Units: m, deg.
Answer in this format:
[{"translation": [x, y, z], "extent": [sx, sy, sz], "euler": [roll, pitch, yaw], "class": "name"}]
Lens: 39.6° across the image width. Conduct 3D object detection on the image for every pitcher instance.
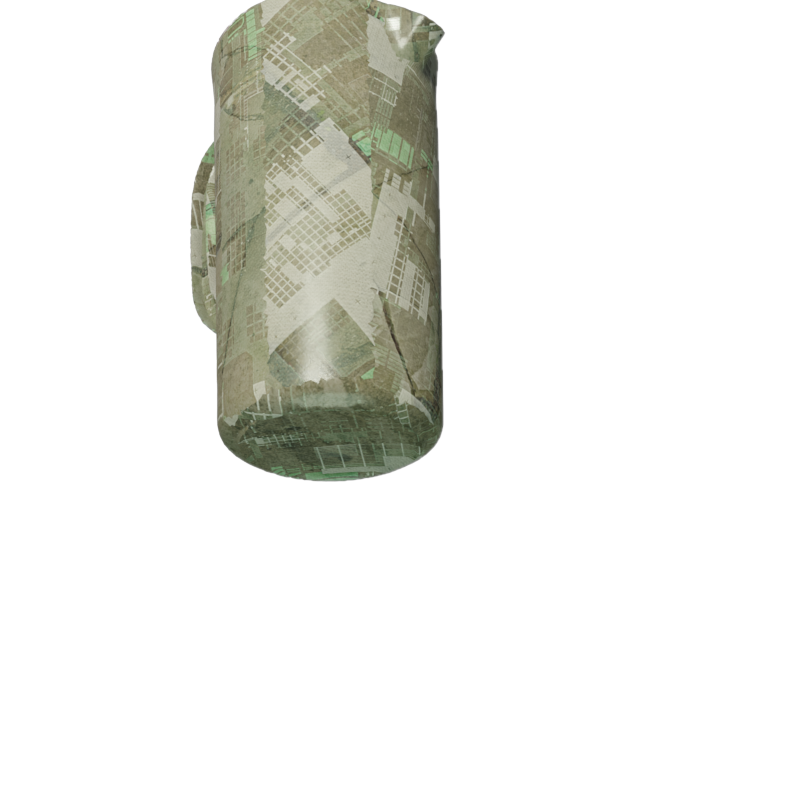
[{"translation": [-0.047, -0.085, 0.594], "extent": [0.144, 0.259, 0.140], "euler": [1, -30, -4], "class": "pitcher"}]
